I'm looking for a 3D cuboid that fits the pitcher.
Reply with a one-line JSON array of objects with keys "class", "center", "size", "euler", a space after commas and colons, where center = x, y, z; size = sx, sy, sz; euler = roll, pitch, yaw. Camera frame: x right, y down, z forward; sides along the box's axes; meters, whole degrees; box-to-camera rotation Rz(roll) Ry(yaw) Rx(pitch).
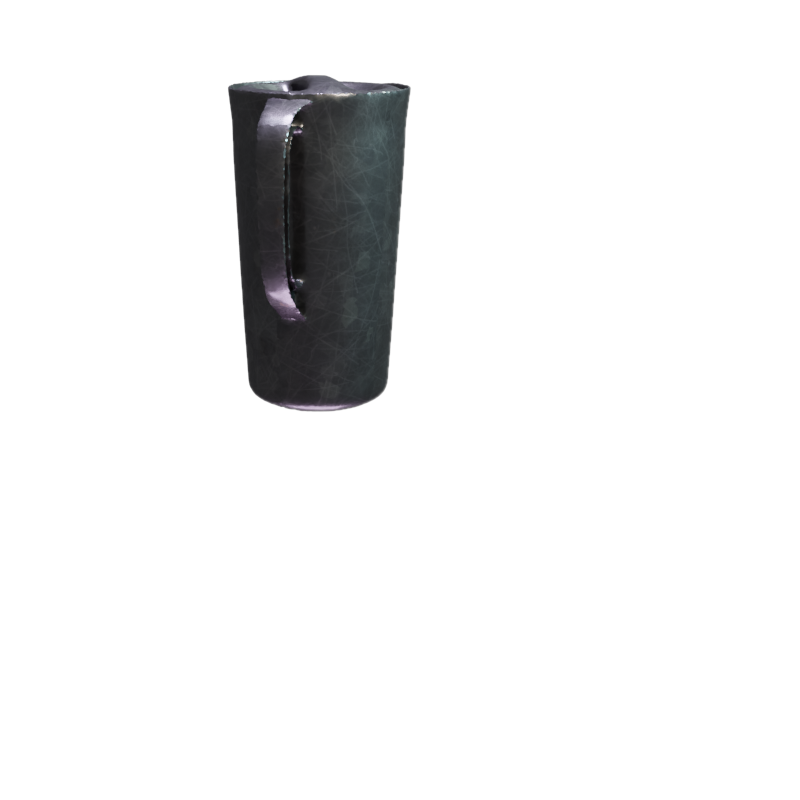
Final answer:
[{"class": "pitcher", "center": [-0.065, -0.118, 0.824], "size": [0.145, 0.236, 0.153], "euler": [-7, 16, -30]}]
